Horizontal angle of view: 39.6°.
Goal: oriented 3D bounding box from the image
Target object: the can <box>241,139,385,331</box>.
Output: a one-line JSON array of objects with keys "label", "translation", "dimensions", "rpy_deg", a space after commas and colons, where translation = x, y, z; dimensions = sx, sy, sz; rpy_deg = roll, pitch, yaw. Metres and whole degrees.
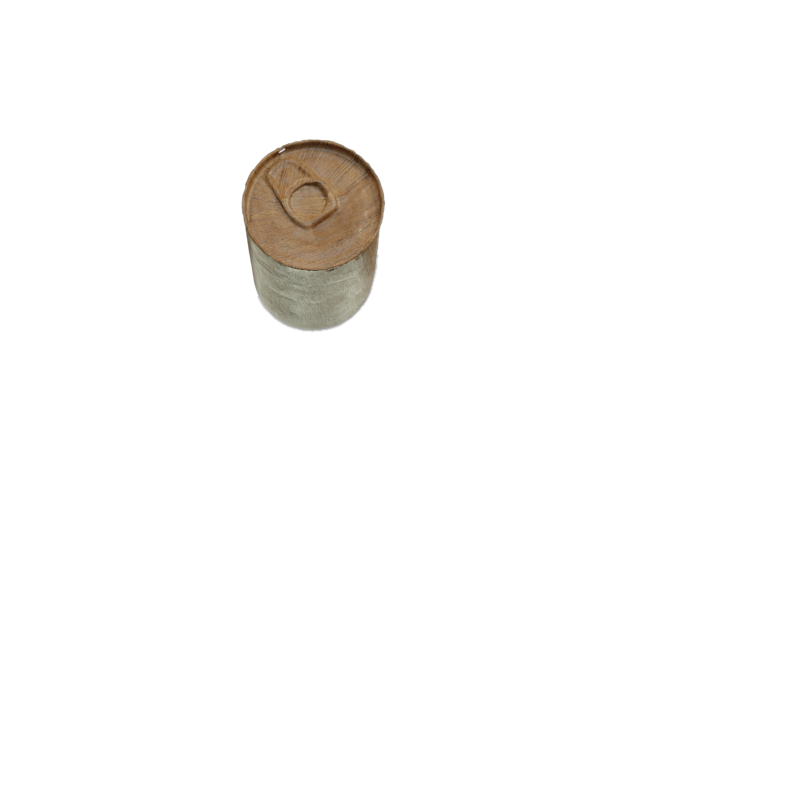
[{"label": "can", "translation": [-0.045, -0.082, 0.571], "dimensions": [0.068, 0.072, 0.098], "rpy_deg": [0, -16, -3]}]
